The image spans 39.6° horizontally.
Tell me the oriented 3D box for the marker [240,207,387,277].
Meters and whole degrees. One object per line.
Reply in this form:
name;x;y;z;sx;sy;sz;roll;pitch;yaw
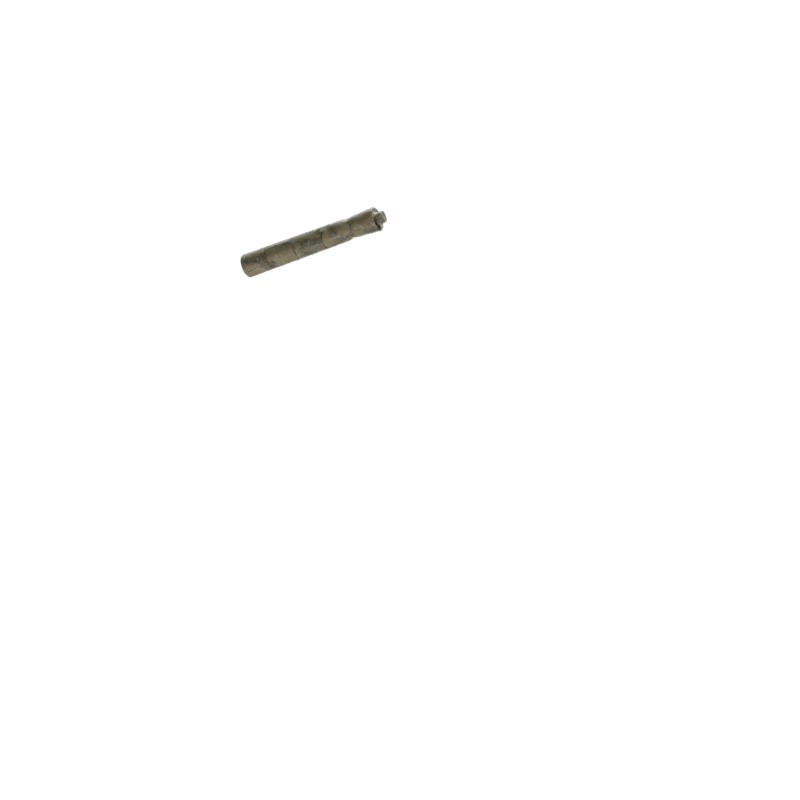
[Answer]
marker;-0.066;-0.120;0.841;0.122;0.020;0.019;-16;-3;23
